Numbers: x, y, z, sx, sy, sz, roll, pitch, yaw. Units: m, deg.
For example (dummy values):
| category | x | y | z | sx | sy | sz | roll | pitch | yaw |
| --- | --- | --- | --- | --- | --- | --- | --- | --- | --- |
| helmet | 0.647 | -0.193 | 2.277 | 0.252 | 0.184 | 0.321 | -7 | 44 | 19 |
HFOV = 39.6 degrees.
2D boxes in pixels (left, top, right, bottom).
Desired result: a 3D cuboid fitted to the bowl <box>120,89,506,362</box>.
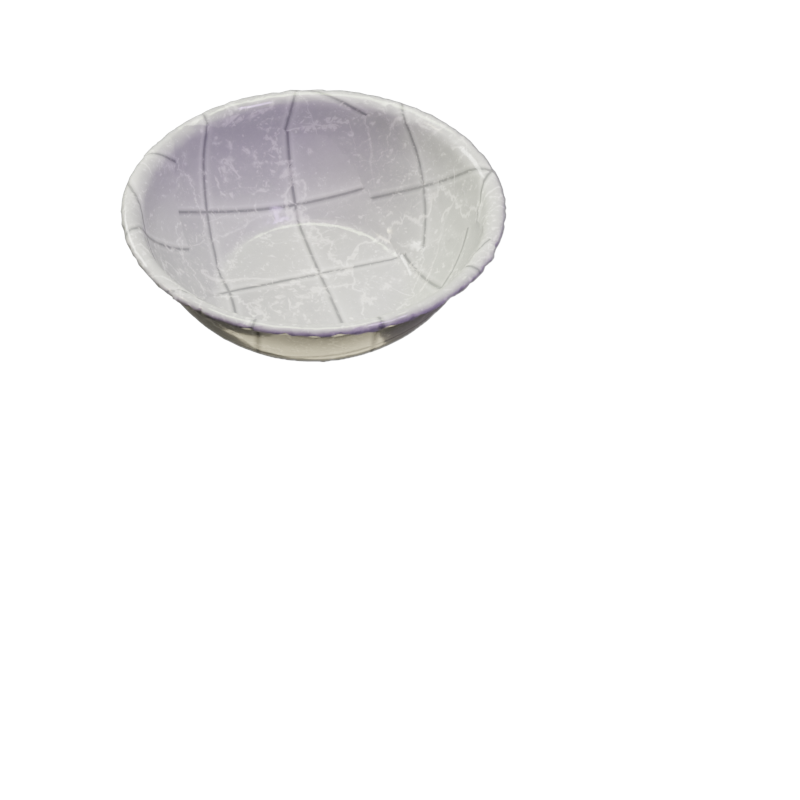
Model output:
| category | x | y | z | sx | sy | sz | roll | pitch | yaw |
| --- | --- | --- | --- | --- | --- | --- | --- | --- | --- |
| bowl | -0.038 | -0.069 | 0.485 | 0.162 | 0.174 | 0.051 | -1 | -44 | -1 |
